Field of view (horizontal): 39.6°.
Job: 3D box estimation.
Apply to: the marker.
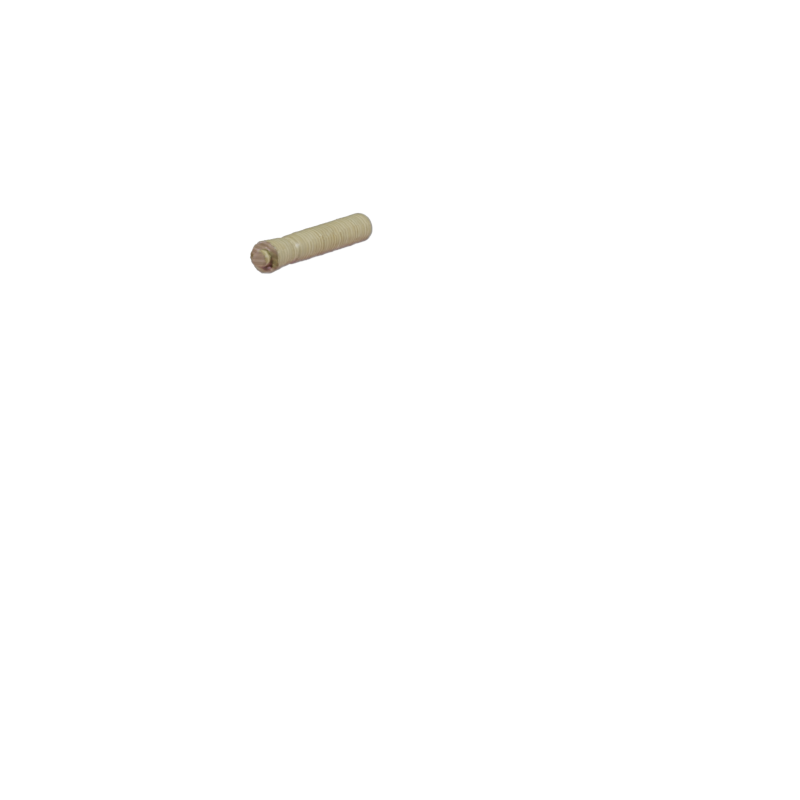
[{"bbox_3d":[-0.051,-0.094,0.656,0.020,0.019,0.120,2,17,26],"label":"marker"}]
